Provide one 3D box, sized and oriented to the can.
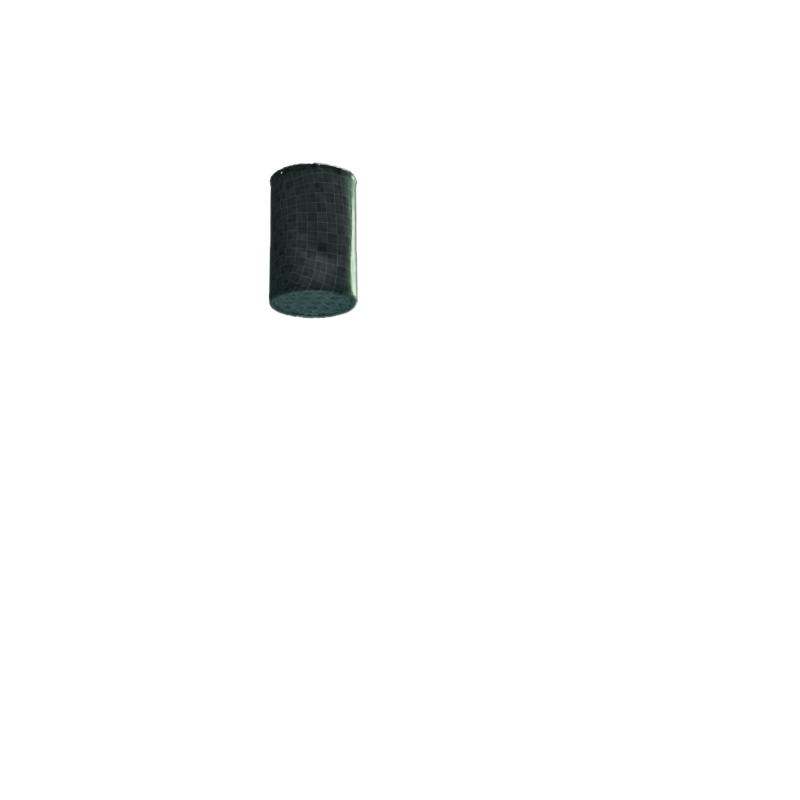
[{"bbox_3d":[-0.066,-0.120,0.843,0.068,0.107,0.066,0,-19,-2],"label":"can"}]
